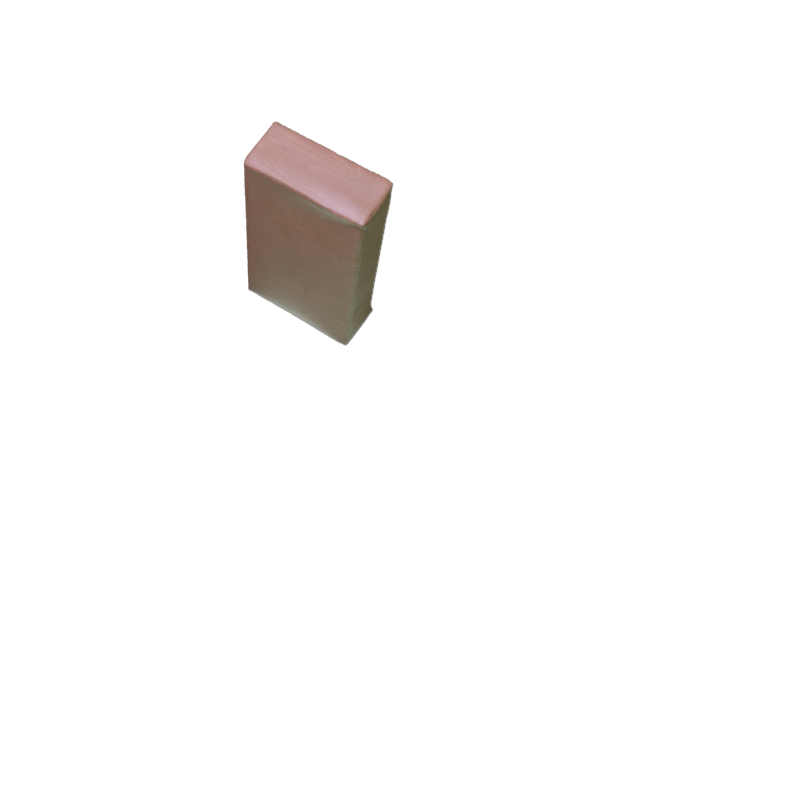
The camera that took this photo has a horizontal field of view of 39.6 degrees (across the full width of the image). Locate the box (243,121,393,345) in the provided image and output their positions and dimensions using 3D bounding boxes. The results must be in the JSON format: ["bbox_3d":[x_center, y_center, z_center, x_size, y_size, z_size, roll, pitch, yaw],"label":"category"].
[{"bbox_3d":[-0.061,-0.111,0.775,0.096,0.049,0.167,31,-21,10],"label":"box"}]
